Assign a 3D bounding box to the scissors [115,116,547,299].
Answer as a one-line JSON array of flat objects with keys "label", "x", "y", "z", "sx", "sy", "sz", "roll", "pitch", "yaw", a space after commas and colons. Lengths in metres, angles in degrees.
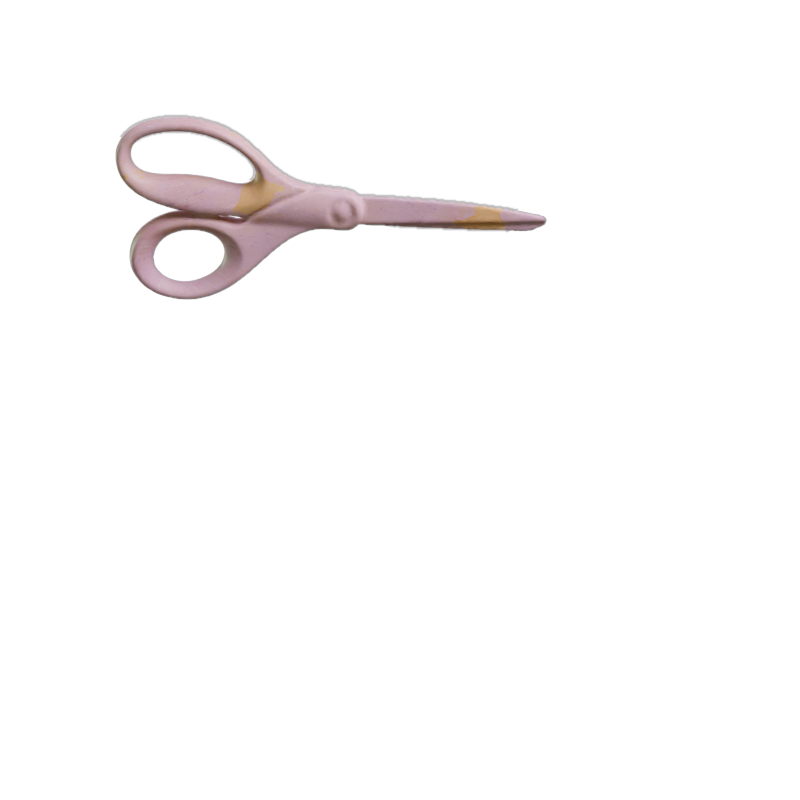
[{"label": "scissors", "x": -0.041, "y": -0.075, "z": 0.527, "sx": 0.199, "sy": 0.093, "sz": 0.016, "roll": 18, "pitch": 20, "yaw": -7}]
